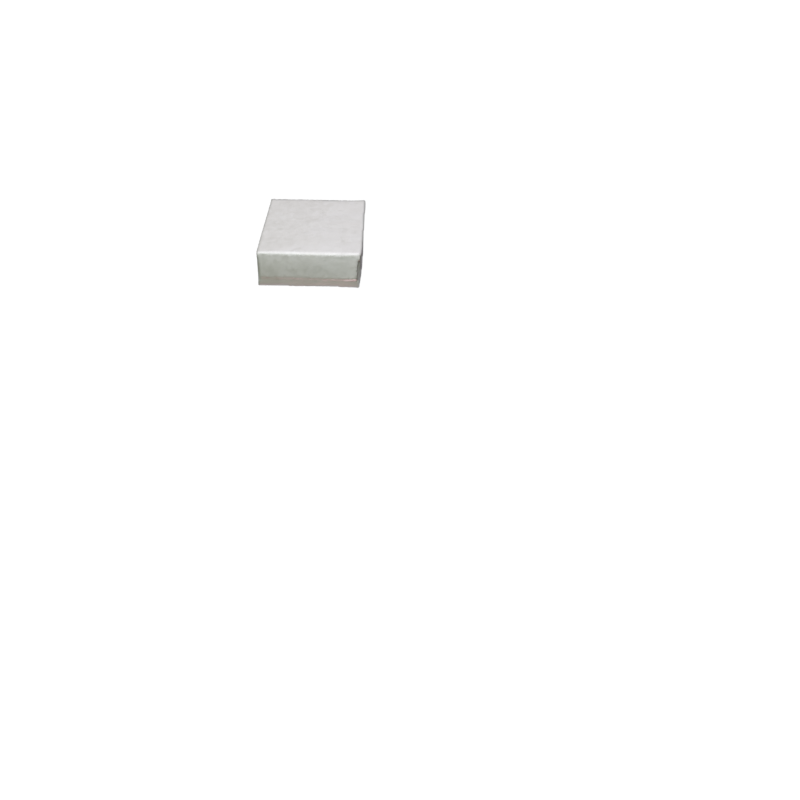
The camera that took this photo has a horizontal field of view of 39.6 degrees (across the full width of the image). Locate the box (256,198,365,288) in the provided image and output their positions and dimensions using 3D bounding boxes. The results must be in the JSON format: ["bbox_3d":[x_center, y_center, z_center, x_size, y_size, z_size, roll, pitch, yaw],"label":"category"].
[{"bbox_3d":[-0.078,-0.142,0.993,0.090,0.037,0.120,1,31,2],"label":"box"}]
